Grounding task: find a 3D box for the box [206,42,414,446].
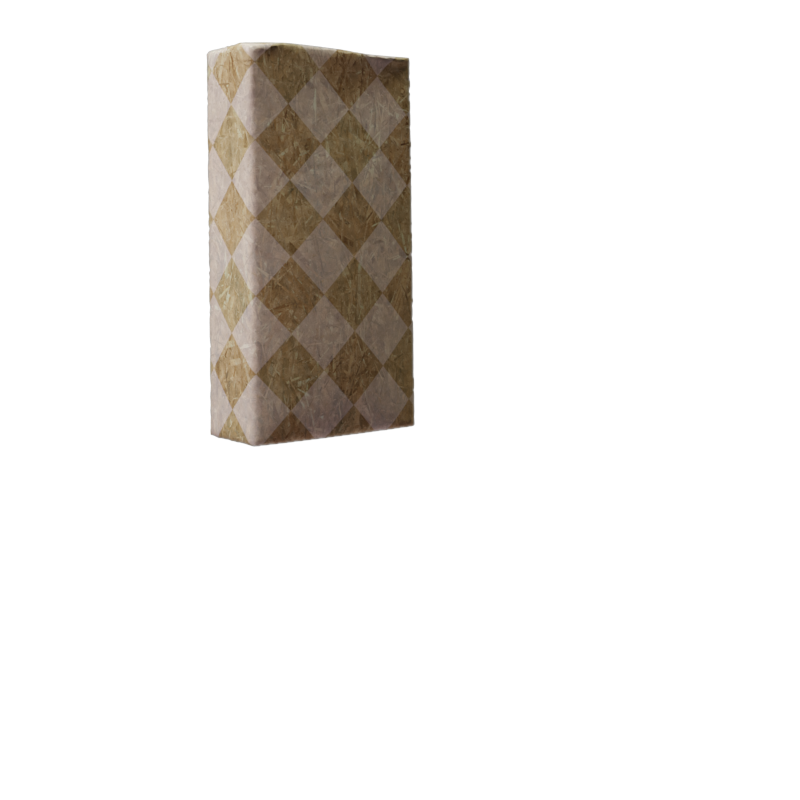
[{"bbox_3d":[-0.040,-0.073,0.514,0.090,0.175,0.050,-2,4,-36],"label":"box"}]
